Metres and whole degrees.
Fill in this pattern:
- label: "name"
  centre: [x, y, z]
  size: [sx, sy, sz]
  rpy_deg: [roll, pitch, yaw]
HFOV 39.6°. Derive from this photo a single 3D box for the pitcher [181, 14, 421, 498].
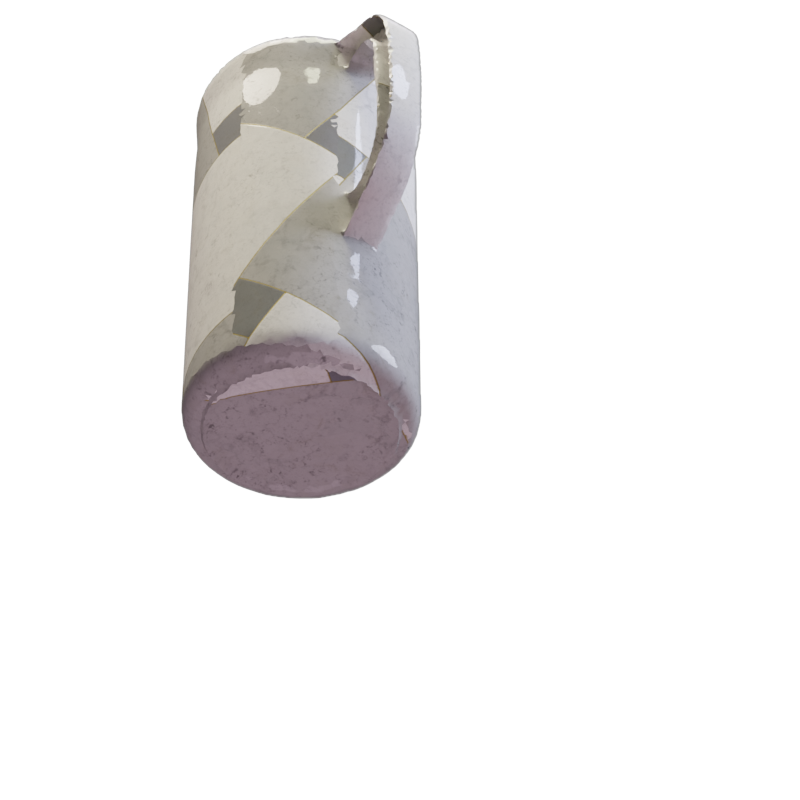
- label: "pitcher"
  centre: [-0.045, -0.082, 0.575]
  size: [0.146, 0.261, 0.138]
  rpy_deg: [-11, -46, 7]
